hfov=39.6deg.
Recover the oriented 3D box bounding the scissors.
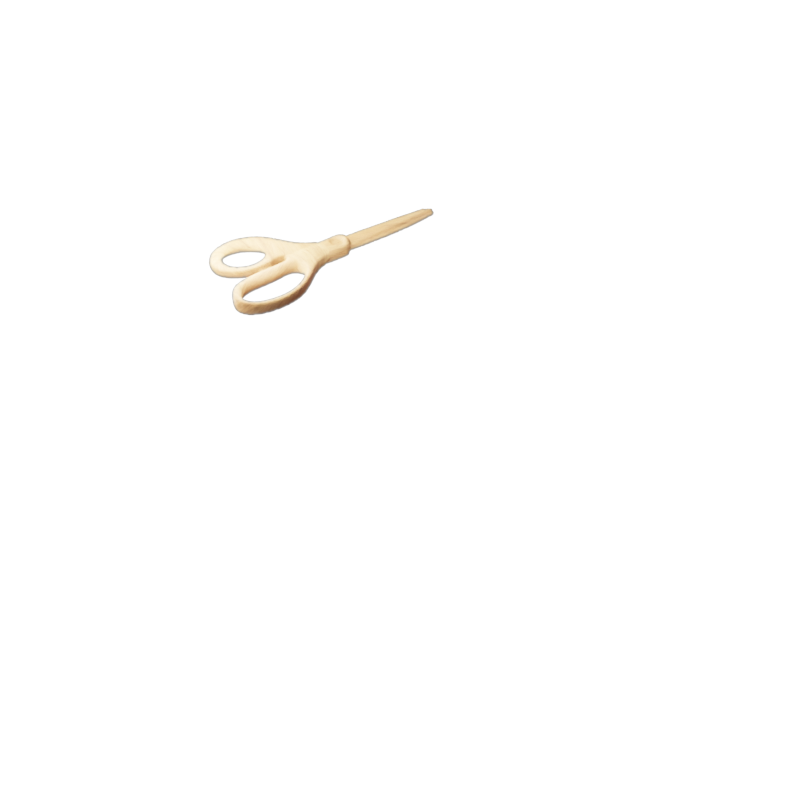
[{"bbox_3d":[-0.071,-0.129,0.903,0.102,0.015,0.204,27,47,28],"label":"scissors"}]
